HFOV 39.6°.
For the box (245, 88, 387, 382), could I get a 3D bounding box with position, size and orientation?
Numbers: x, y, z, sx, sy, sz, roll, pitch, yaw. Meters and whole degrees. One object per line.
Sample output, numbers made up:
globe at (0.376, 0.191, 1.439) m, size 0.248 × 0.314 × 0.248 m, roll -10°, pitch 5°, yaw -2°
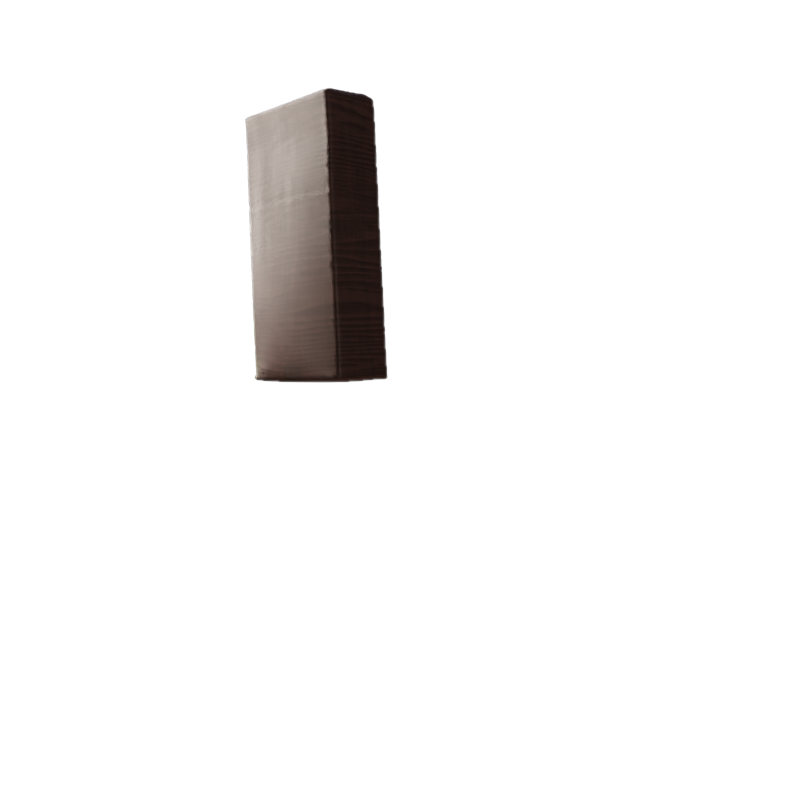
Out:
box at (-0.055, -0.100, 0.701) m, size 0.046 × 0.179 × 0.096 m, roll 5°, pitch -8°, yaw -39°
